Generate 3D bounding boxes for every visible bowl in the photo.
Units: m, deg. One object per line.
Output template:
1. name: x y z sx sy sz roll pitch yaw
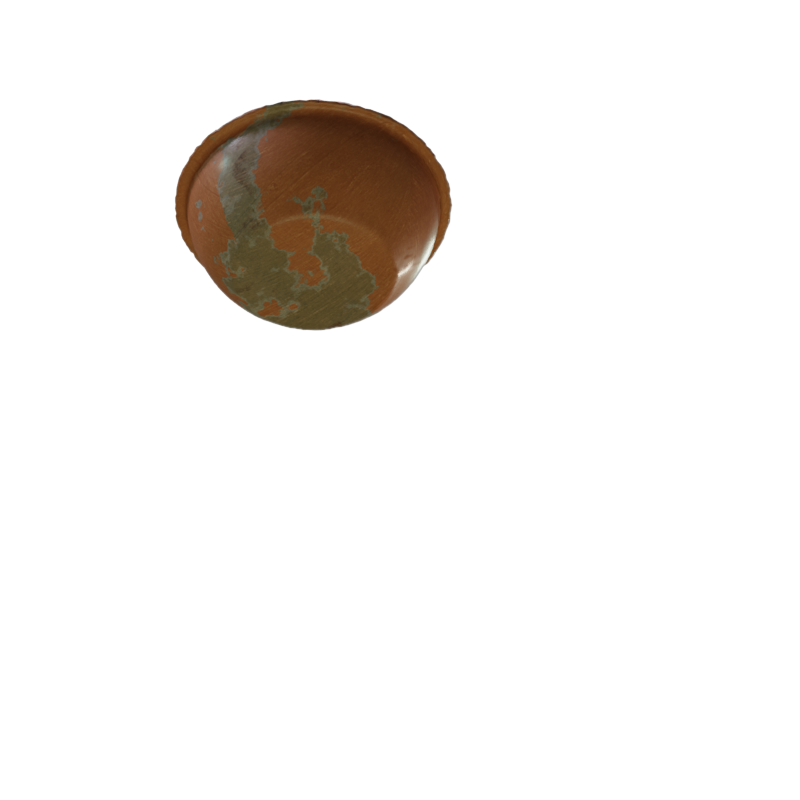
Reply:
1. bowl: -0.049 -0.090 0.631 0.162 0.059 0.151 1 -42 -1
